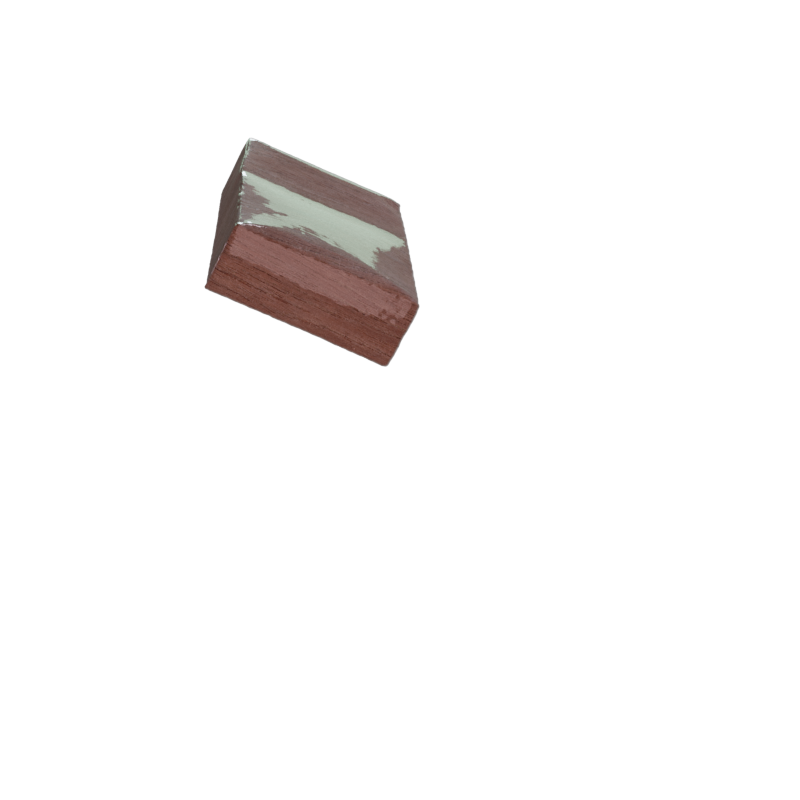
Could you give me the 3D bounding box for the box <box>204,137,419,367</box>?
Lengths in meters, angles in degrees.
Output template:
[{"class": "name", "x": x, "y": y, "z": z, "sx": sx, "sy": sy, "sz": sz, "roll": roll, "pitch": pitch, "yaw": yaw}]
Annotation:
[{"class": "box", "x": -0.075, "y": -0.137, "z": 0.960, "sx": 0.160, "sy": 0.069, "sz": 0.227, "roll": 22, "pitch": 27, "yaw": -14}]
